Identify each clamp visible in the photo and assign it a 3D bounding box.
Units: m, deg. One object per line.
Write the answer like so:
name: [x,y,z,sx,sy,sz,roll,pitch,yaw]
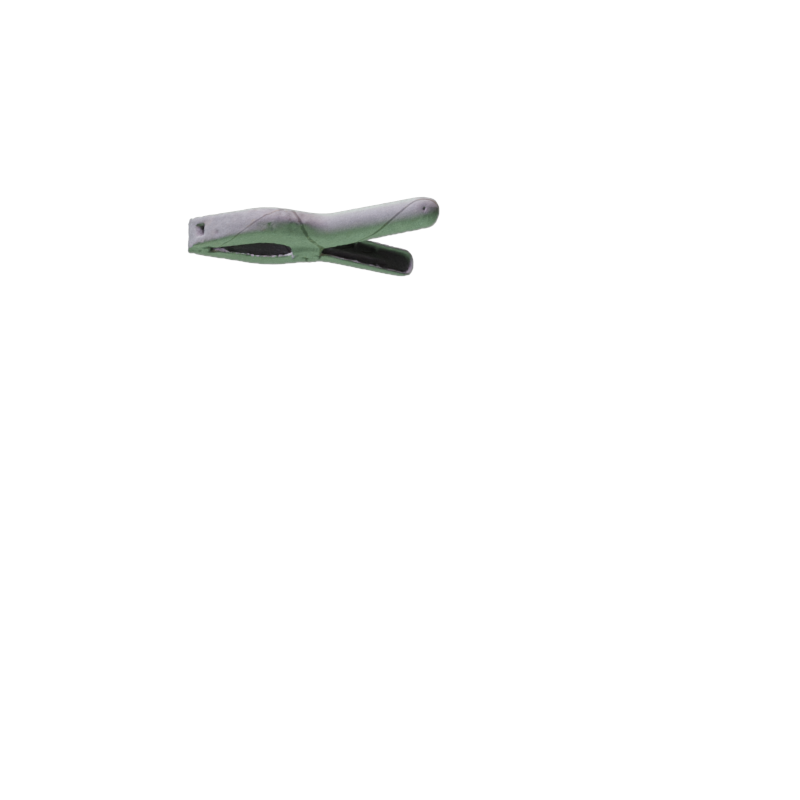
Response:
clamp: [-0.075,-0.136,0.953,0.211,0.038,0.158,-1,-11,2]
